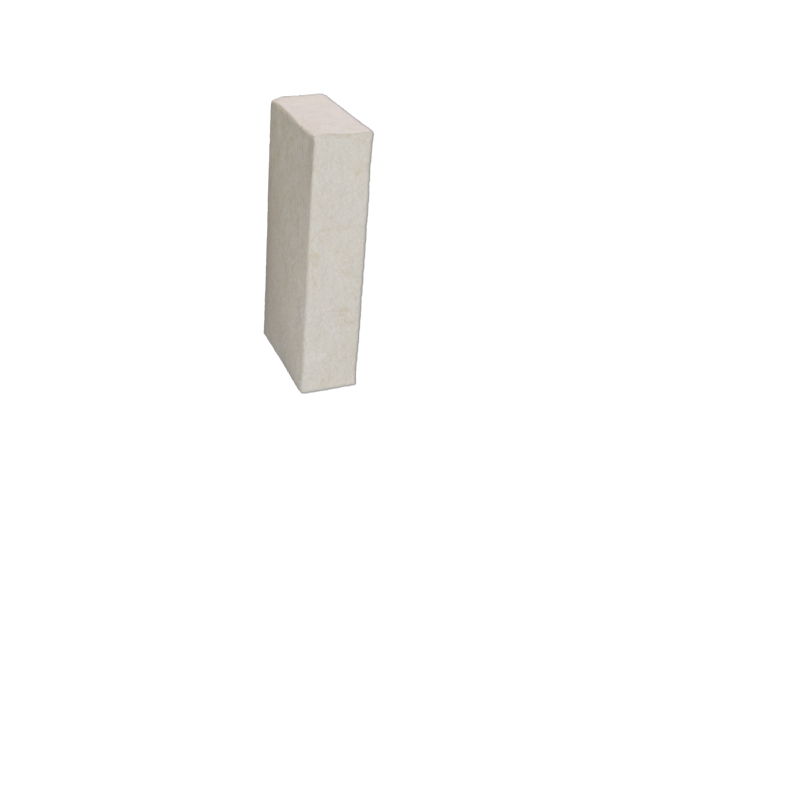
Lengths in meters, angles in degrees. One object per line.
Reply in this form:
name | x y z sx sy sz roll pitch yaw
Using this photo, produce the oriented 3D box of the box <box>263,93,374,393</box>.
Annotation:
box | -0.057 -0.104 0.727 0.047 0.167 0.100 -8 27 -20
